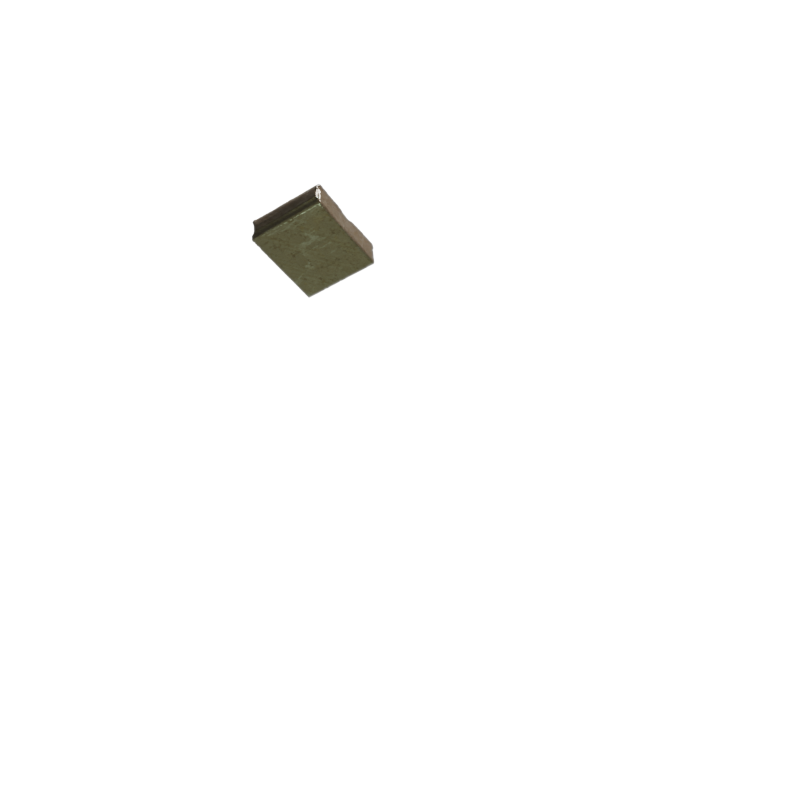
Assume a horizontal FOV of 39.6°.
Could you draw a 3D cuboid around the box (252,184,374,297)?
[{"bbox_3d":[-0.077,-0.141,0.988,0.073,0.032,0.083,-27,-53,22],"label":"box"}]
